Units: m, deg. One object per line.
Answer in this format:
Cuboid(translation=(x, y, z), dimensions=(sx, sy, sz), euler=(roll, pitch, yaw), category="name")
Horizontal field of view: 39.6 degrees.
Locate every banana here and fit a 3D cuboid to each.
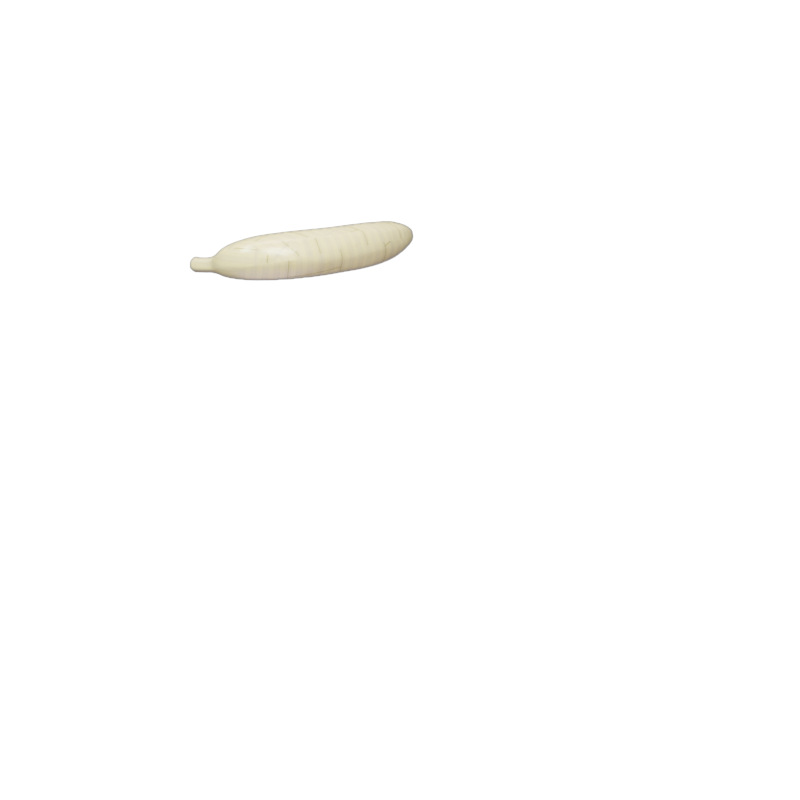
Cuboid(translation=(-0.067, -0.123, 0.897), dimensions=(0.194, 0.035, 0.074), euler=(-9, 22, -22), category="banana")
